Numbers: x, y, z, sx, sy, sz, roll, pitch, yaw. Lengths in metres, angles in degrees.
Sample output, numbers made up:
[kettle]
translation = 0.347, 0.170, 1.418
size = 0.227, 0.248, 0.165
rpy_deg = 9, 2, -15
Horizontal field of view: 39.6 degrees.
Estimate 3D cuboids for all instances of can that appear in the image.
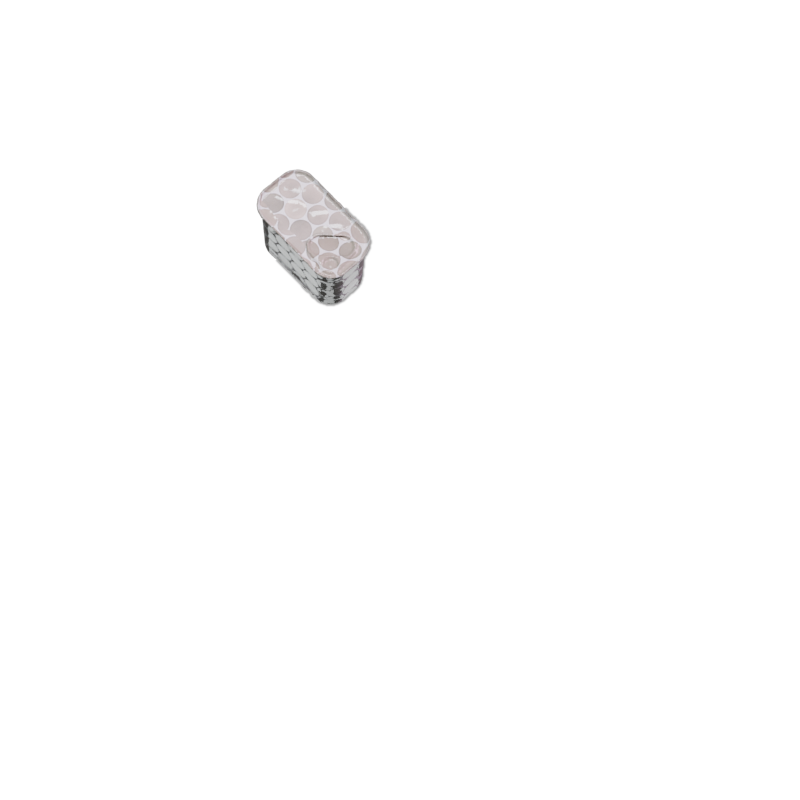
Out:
[can]
translation = -0.075, -0.137, 0.957
size = 0.058, 0.106, 0.080
rpy_deg = -41, -14, -14
